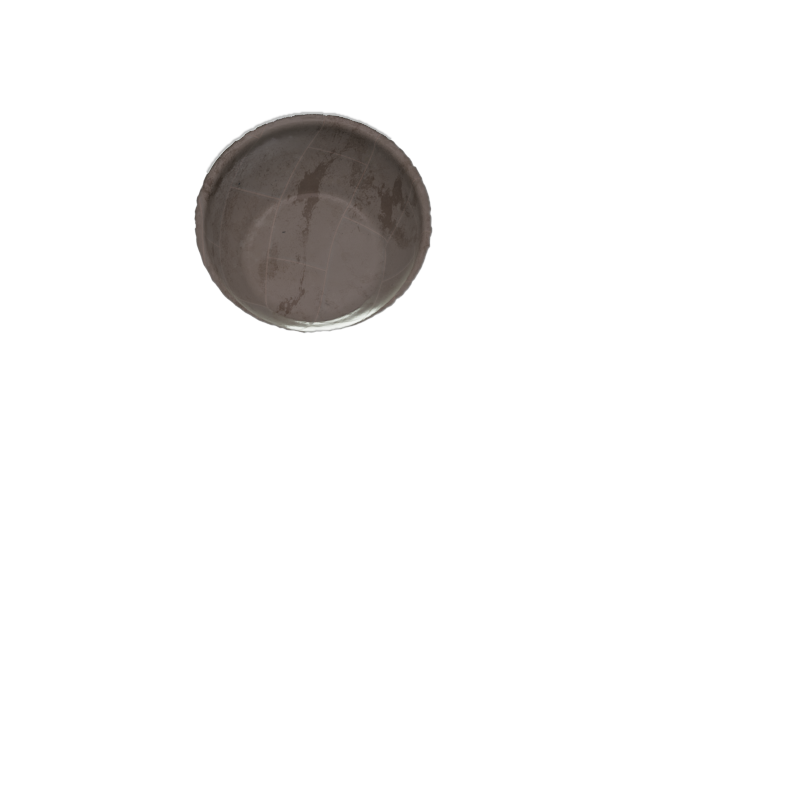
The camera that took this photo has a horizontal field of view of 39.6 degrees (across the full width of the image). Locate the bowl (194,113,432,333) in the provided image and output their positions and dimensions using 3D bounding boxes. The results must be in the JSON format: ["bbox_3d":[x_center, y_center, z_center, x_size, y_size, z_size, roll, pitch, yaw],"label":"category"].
[{"bbox_3d":[-0.057,-0.104,0.731,0.162,0.154,0.058,1,25,-1],"label":"bowl"}]
